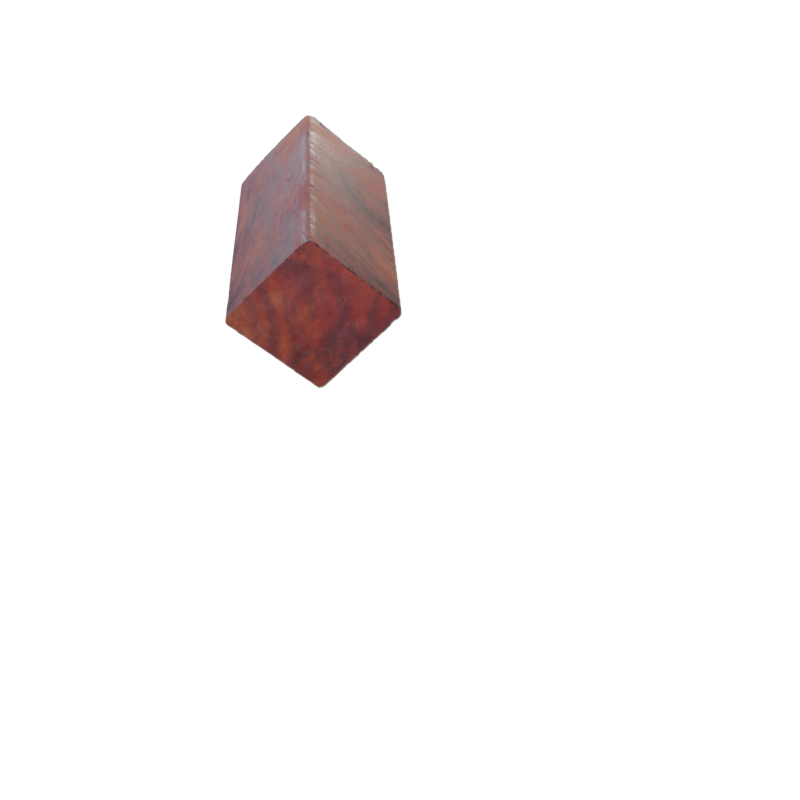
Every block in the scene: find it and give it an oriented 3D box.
[{"bbox_3d":[-0.066,-0.121,0.845,0.086,0.089,0.220,36,26,-25],"label":"block"}]
